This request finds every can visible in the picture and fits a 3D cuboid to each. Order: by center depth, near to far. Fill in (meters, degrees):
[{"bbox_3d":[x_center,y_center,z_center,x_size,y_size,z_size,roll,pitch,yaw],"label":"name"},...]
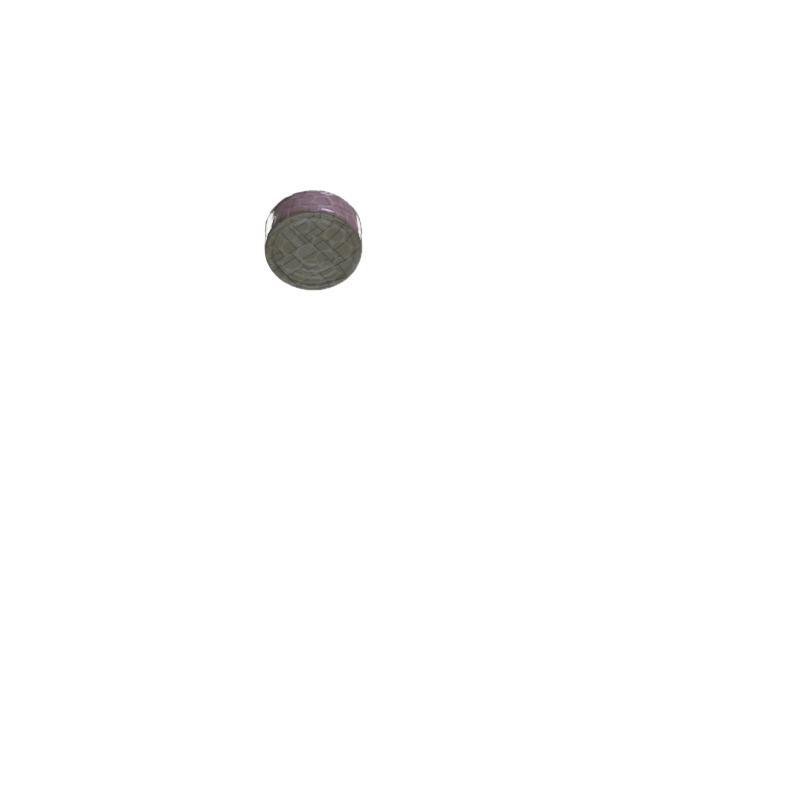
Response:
[{"bbox_3d":[-0.075,-0.138,0.964,0.086,0.080,0.036,1,37,-1],"label":"can"}]
